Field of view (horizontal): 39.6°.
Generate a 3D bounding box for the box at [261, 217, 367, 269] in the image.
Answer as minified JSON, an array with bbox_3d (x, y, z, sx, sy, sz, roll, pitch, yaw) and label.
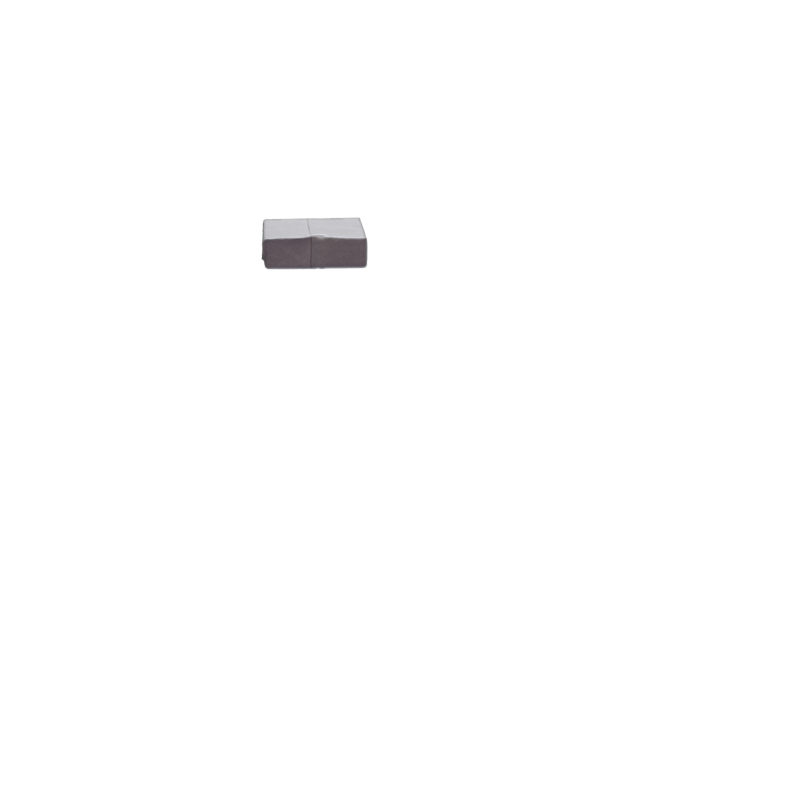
[{"bbox_3d":[-0.075,-0.137,0.961,0.089,0.029,0.076,-1,21,-4],"label":"box"}]
